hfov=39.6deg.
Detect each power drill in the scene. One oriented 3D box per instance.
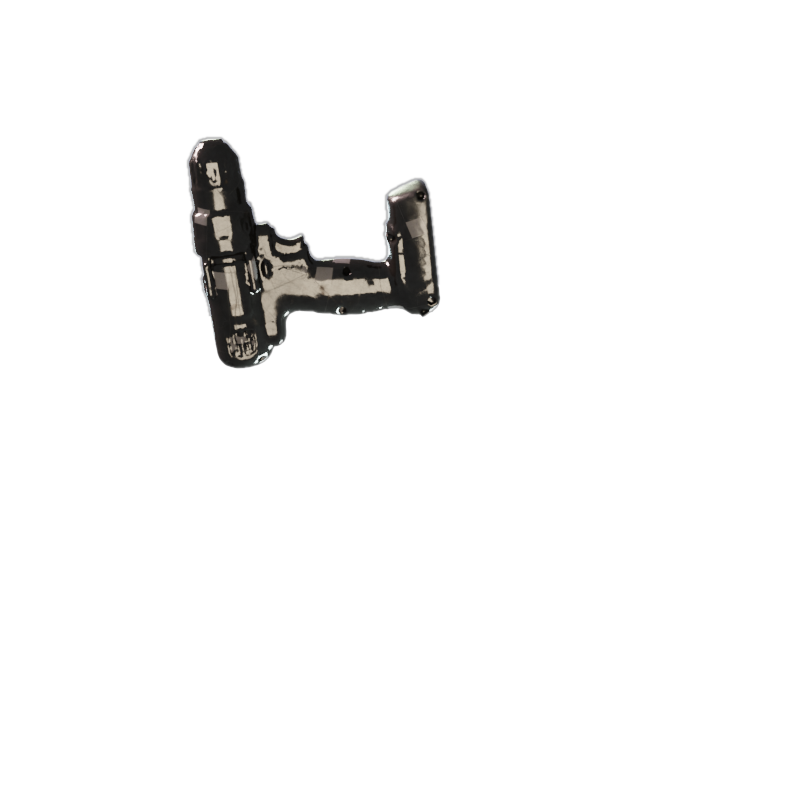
[{"bbox_3d":[-0.069,-0.125,0.875,0.188,0.178,0.059,-7,15,2],"label":"power drill"}]
